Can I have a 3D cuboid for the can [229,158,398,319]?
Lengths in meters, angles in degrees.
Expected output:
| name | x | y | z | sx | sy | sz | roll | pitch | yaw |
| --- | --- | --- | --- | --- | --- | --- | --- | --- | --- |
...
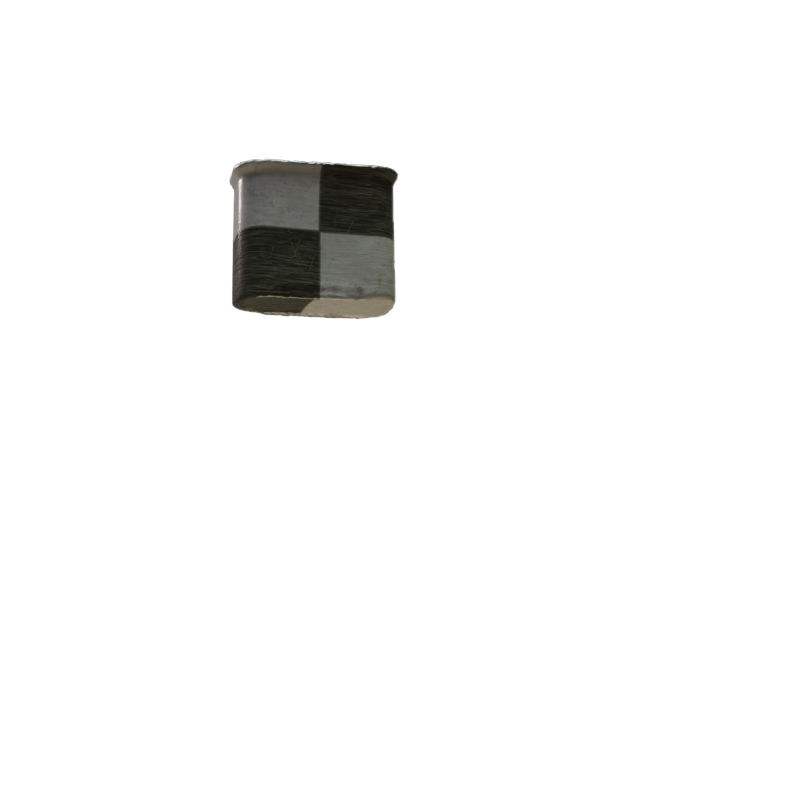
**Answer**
| name | x | y | z | sx | sy | sz | roll | pitch | yaw |
| --- | --- | --- | --- | --- | --- | --- | --- | --- | --- |
| can | -0.053 | -0.096 | 0.674 | 0.100 | 0.087 | 0.056 | 2 | -13 | -12 |
